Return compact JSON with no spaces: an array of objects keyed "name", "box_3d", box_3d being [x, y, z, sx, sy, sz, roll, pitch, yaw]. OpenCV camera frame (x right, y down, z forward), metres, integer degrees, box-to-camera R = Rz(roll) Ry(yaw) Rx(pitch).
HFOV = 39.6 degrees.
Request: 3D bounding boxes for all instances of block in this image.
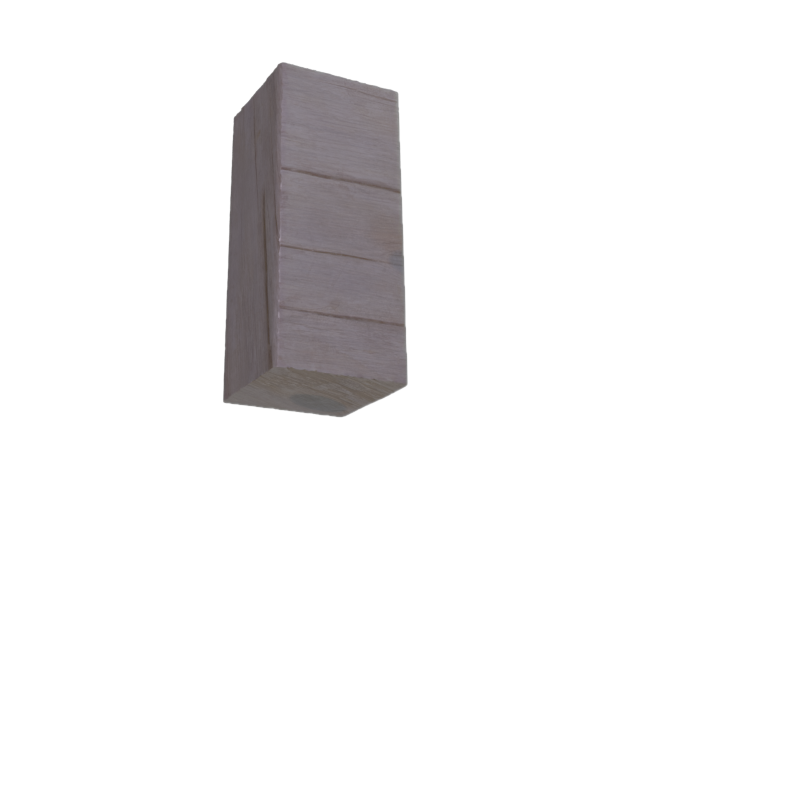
[{"name":"block","box_3d":[-0.057,-0.104,0.729,0.087,0.217,0.089,10,-24,-26]}]
